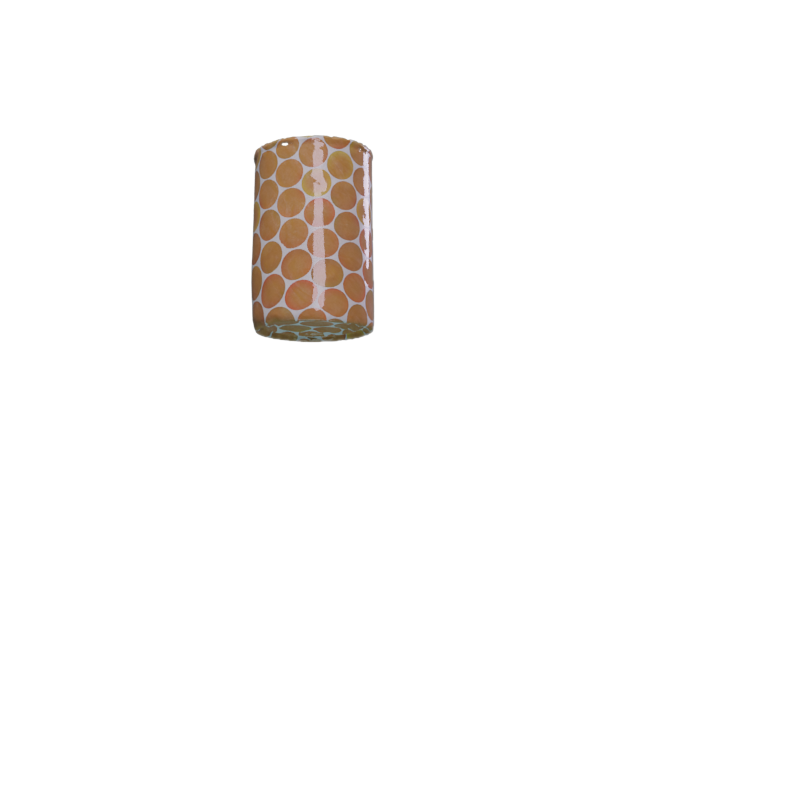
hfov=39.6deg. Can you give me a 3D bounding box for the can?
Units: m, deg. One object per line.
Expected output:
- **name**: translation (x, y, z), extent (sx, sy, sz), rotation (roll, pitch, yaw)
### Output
- **can**: translation (-0.048, -0.088, 0.618), extent (0.068, 0.106, 0.066), rotation (0, -13, -2)
